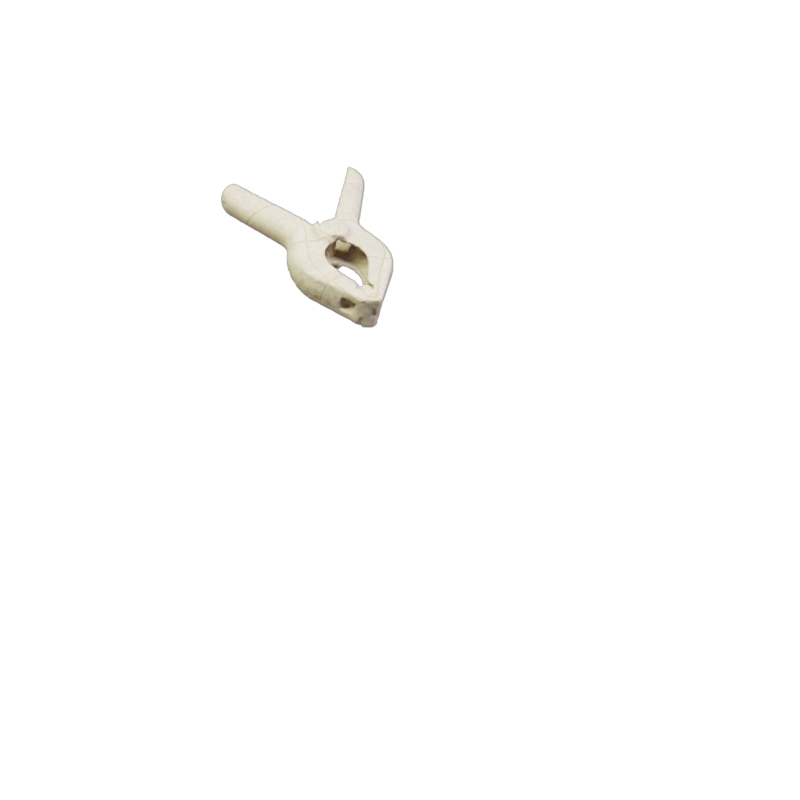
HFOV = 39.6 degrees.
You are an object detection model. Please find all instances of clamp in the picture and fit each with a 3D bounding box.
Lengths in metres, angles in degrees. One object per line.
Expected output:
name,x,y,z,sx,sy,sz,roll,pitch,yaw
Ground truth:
clamp,-0.066,-0.120,0.841,0.119,0.037,0.186,-11,43,-12
